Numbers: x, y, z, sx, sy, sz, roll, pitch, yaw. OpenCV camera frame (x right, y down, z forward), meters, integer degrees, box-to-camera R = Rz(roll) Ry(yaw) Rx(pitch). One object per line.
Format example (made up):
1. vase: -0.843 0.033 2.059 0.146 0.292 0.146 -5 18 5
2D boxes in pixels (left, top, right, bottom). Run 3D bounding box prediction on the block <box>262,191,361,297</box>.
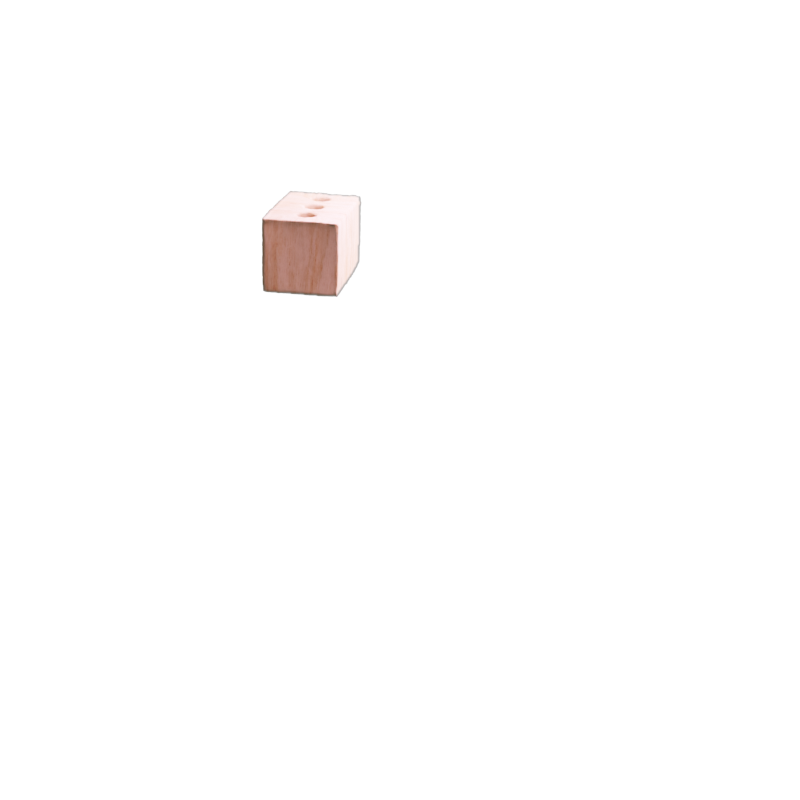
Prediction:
1. block: -0.059 -0.107 0.752 0.053 0.049 0.080 4 22 9
